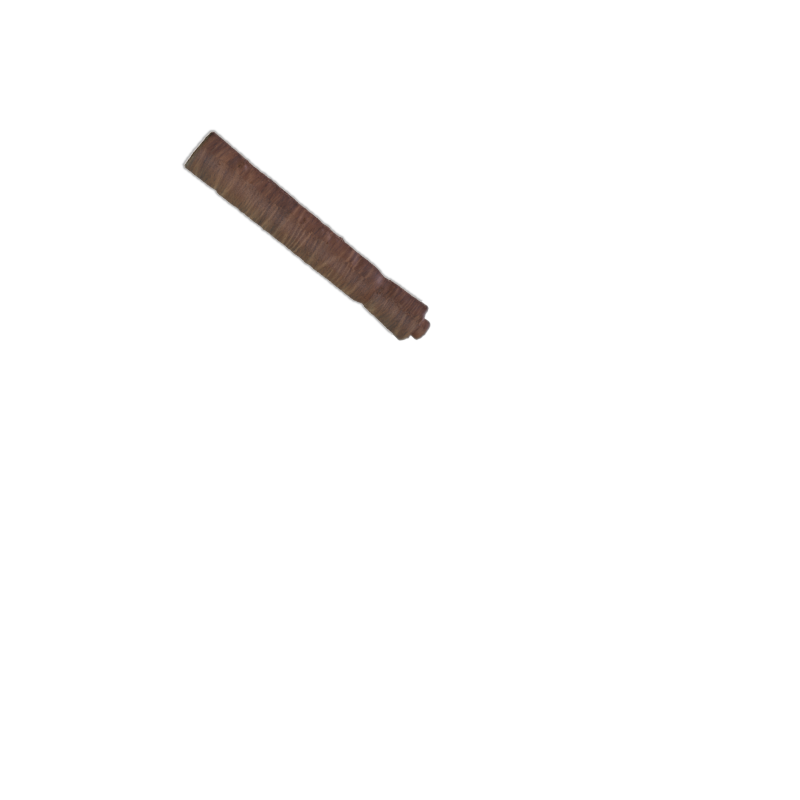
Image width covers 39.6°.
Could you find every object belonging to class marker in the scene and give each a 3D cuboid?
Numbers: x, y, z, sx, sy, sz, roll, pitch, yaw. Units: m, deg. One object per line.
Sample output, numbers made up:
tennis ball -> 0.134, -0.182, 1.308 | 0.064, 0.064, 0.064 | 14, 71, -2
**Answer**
marker -> -0.035, -0.065, 0.453 | 0.118, 0.020, 0.020 | 38, -6, -11
